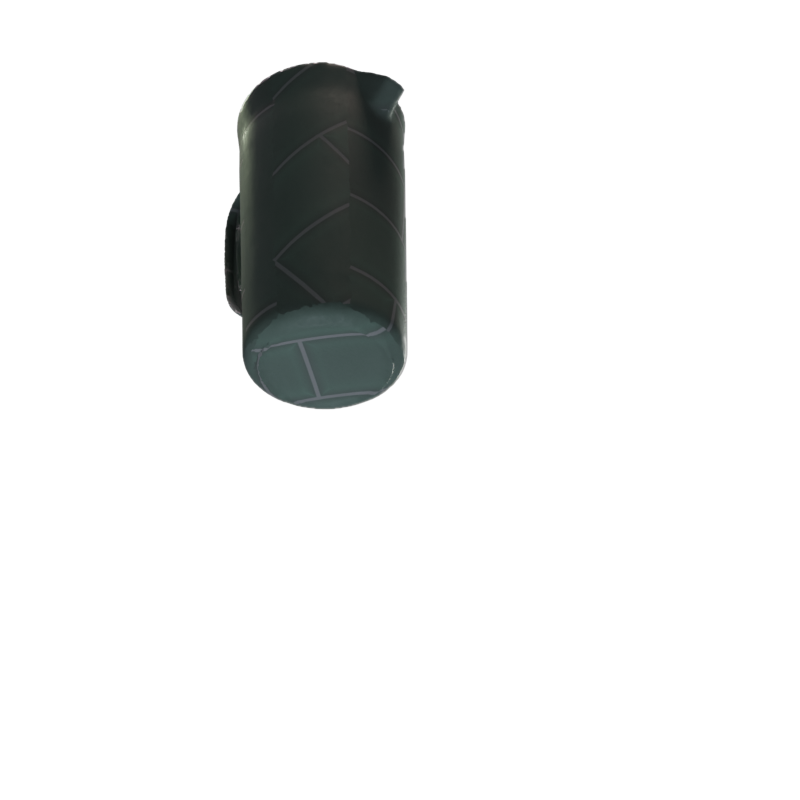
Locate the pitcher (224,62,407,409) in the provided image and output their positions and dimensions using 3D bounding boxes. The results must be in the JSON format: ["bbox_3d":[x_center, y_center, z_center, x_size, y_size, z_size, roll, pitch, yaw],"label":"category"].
[{"bbox_3d":[-0.063,-0.115,0.803,0.145,0.261,0.139,-1,-40,-2],"label":"pitcher"}]
